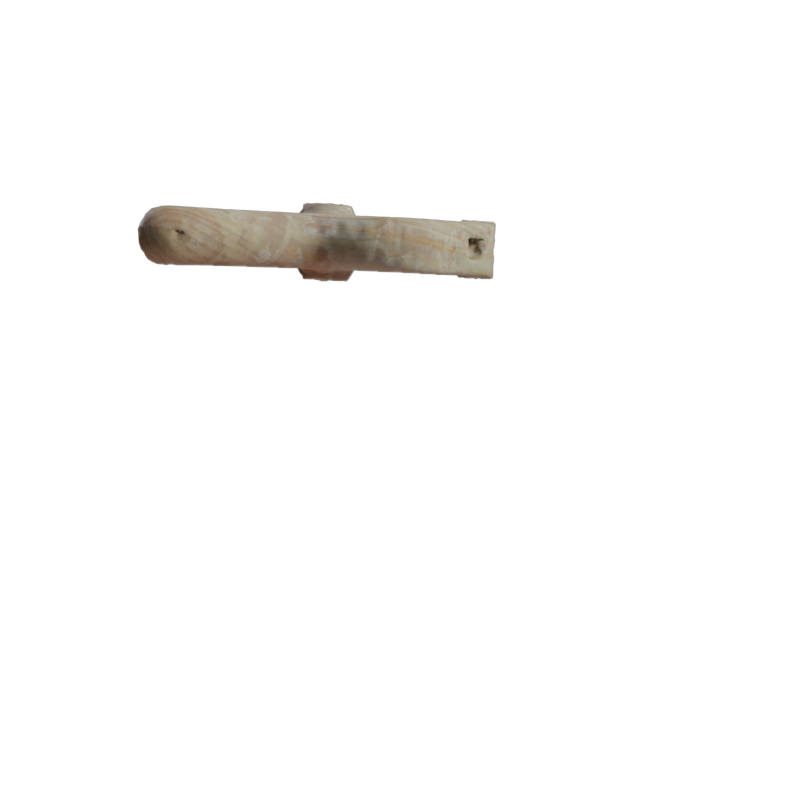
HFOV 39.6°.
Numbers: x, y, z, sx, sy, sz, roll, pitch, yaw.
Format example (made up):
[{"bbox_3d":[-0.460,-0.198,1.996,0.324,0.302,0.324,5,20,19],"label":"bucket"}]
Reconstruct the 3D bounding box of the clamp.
[{"bbox_3d":[-0.040,-0.072,0.506,0.172,0.038,0.123,0,13,1],"label":"clamp"}]
